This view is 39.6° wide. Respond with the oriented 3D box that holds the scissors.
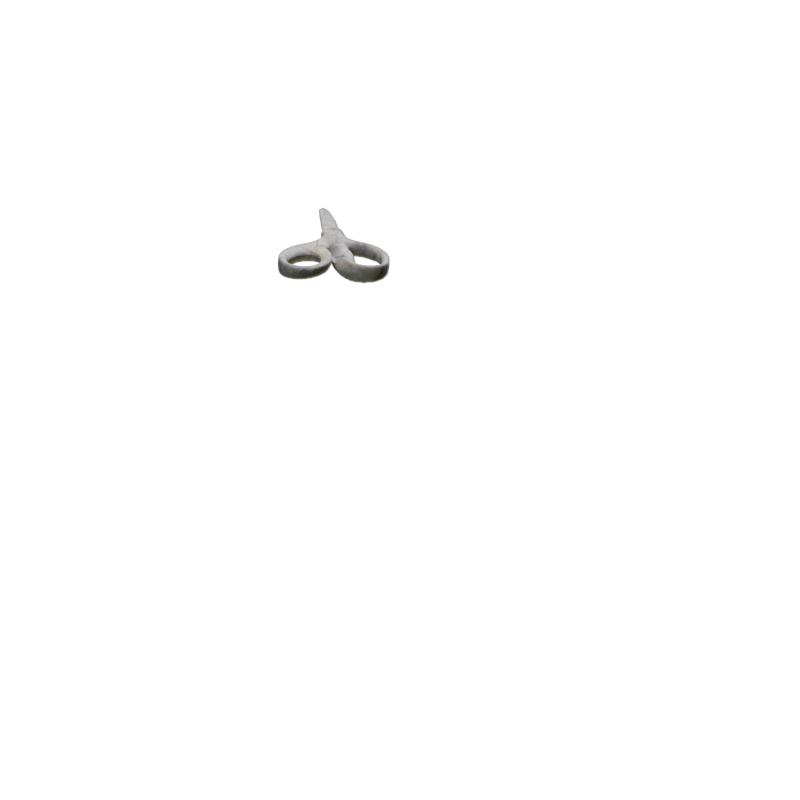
[{"bbox_3d":[-0.073,-0.133,0.931,0.094,0.015,0.215,-9,24,-20],"label":"scissors"}]
